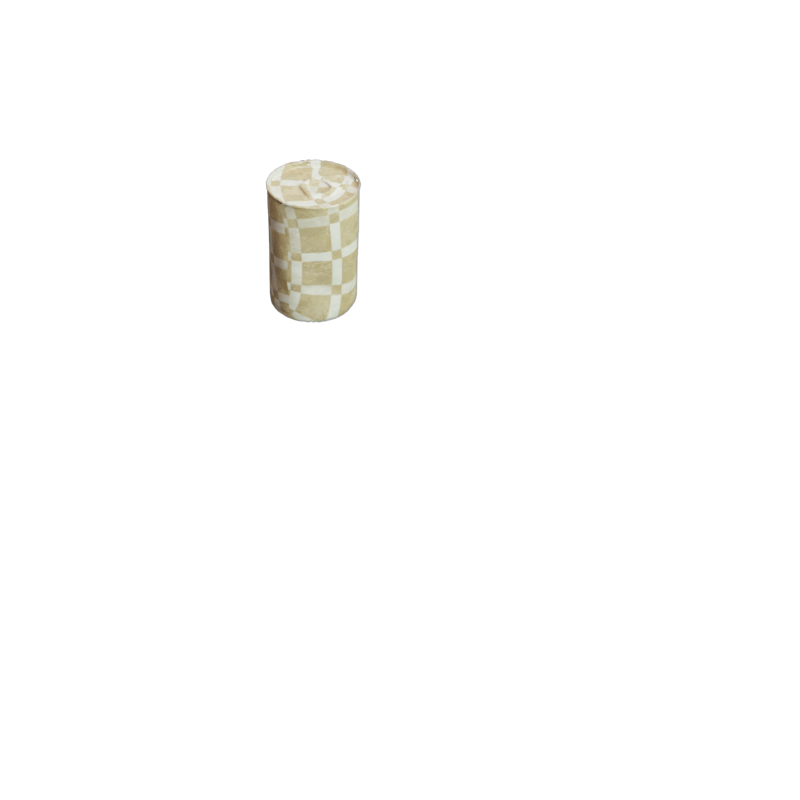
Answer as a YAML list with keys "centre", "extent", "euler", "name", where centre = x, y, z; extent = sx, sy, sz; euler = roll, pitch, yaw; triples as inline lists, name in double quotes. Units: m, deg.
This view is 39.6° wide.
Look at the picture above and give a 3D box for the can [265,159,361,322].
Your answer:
- centre: [-0.064, -0.117, 0.819]
  extent: [0.068, 0.096, 0.073]
  euler: [0, 37, -3]
  name: "can"
